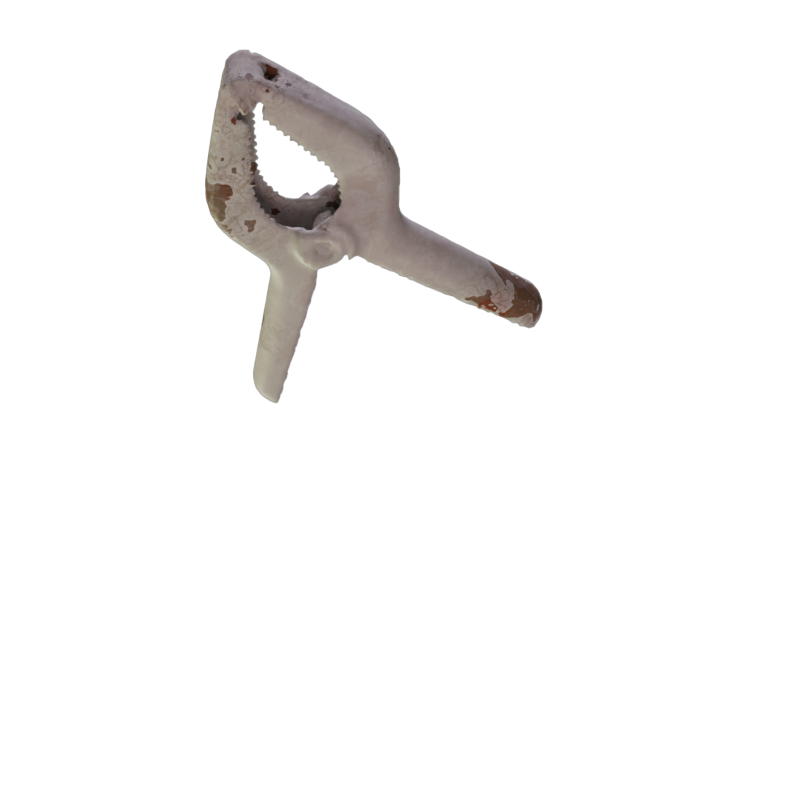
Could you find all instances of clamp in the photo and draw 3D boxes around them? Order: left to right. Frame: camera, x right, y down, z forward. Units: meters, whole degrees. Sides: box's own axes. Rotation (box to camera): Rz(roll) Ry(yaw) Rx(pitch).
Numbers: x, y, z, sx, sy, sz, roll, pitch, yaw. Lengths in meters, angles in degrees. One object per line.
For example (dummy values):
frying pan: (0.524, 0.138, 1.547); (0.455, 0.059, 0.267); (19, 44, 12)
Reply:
clamp: (-0.043, -0.079, 0.555); (0.165, 0.039, 0.195); (-23, -51, 20)
